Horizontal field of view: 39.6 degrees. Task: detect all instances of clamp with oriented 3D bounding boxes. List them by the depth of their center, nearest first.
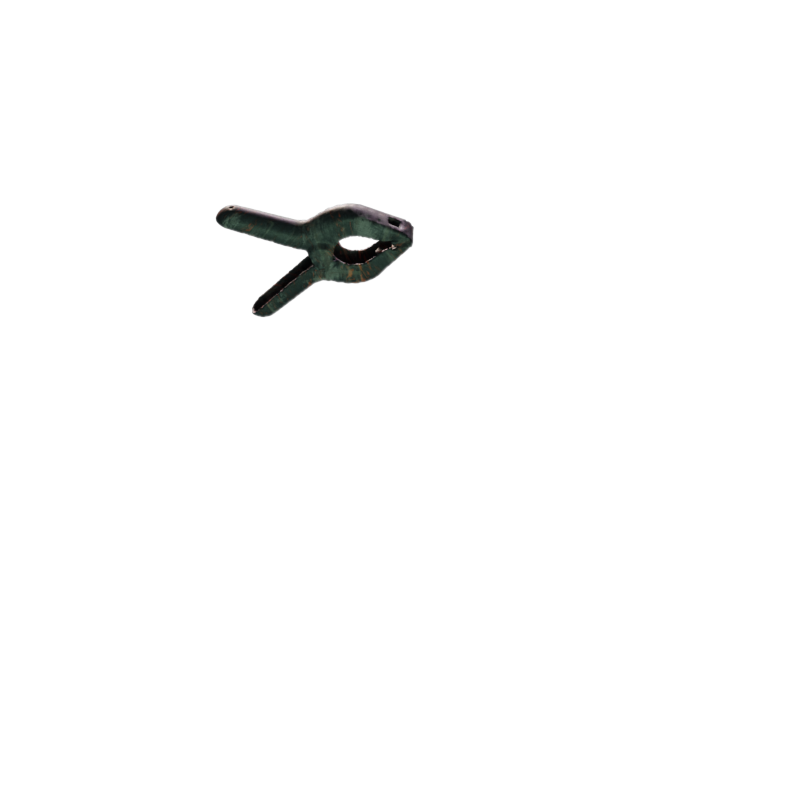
[{"bbox_3d":[-0.077,-0.141,0.984,0.173,0.042,0.111,-17,-48,15],"label":"clamp"}]
